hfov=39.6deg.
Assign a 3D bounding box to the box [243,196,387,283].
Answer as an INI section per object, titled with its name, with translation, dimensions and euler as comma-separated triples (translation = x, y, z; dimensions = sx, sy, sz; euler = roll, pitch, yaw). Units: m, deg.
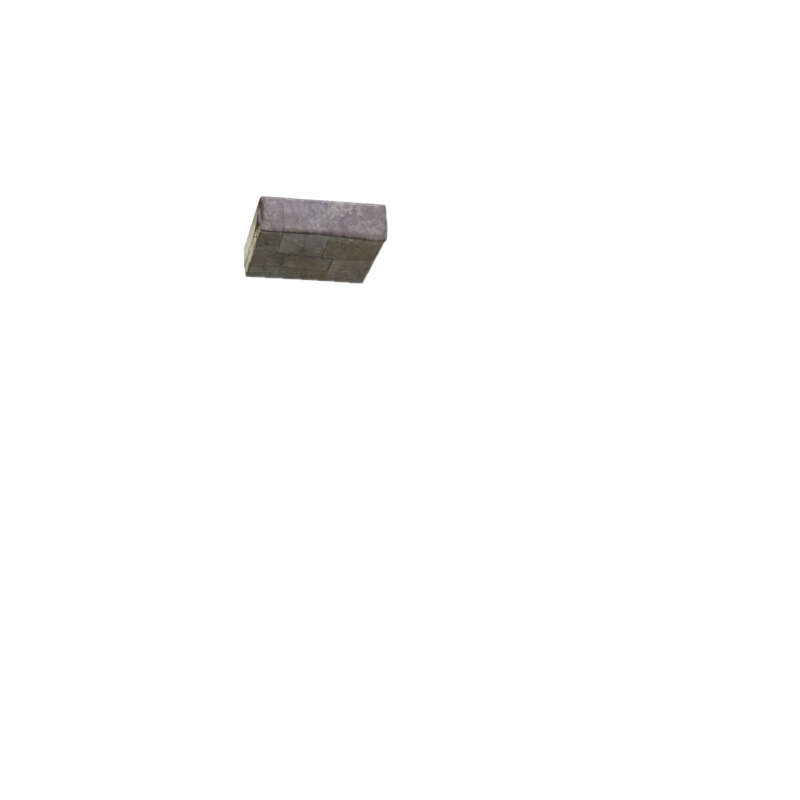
[box]
translation = -0.076, -0.139, 0.971
dimensions = 0.111, 0.041, 0.087
euler = 5, -22, -12
